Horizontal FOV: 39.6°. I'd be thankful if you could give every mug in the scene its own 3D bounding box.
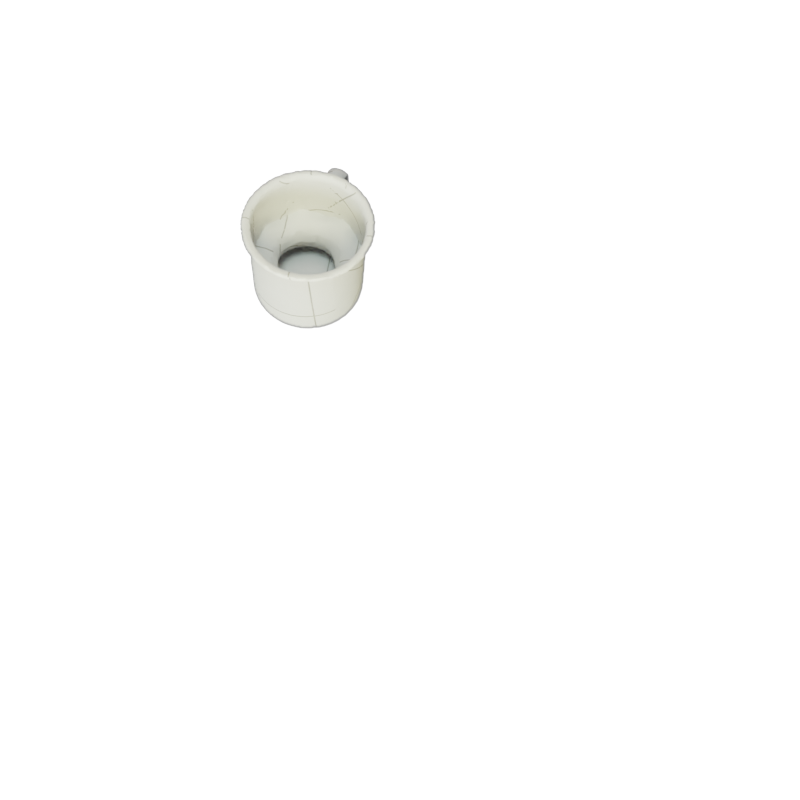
[{"bbox_3d":[-0.063,-0.115,0.803,0.095,0.123,0.076,15,-30,7],"label":"mug"}]
